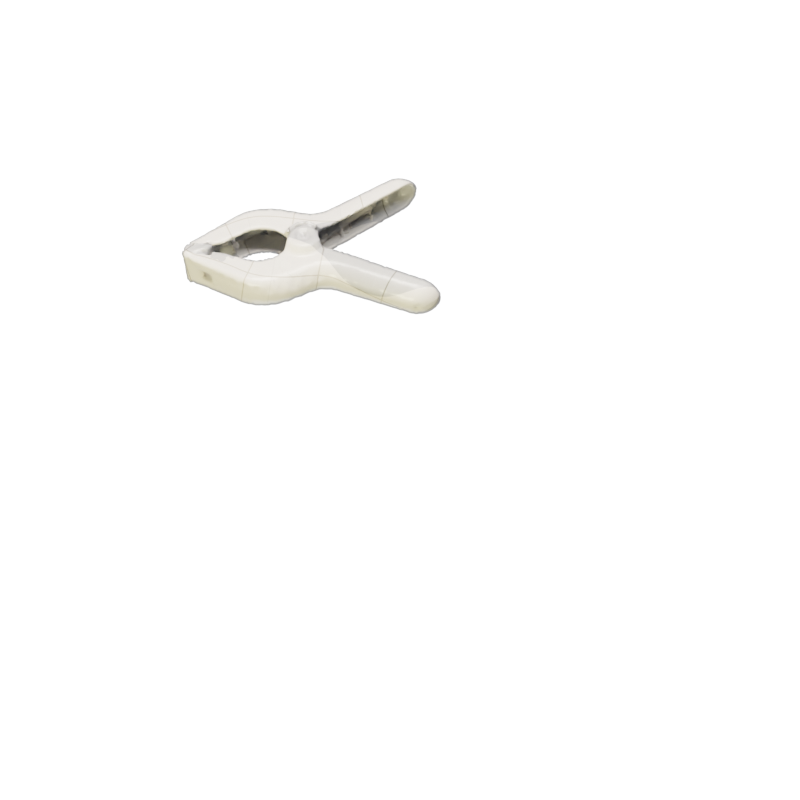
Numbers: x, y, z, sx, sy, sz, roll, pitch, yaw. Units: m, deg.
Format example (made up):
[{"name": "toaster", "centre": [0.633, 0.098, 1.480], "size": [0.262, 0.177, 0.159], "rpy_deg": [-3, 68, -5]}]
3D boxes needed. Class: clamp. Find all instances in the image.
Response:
[{"name": "clamp", "centre": [-0.059, -0.108, 0.757], "size": [0.172, 0.037, 0.128], "rpy_deg": [2, 43, 2]}]
